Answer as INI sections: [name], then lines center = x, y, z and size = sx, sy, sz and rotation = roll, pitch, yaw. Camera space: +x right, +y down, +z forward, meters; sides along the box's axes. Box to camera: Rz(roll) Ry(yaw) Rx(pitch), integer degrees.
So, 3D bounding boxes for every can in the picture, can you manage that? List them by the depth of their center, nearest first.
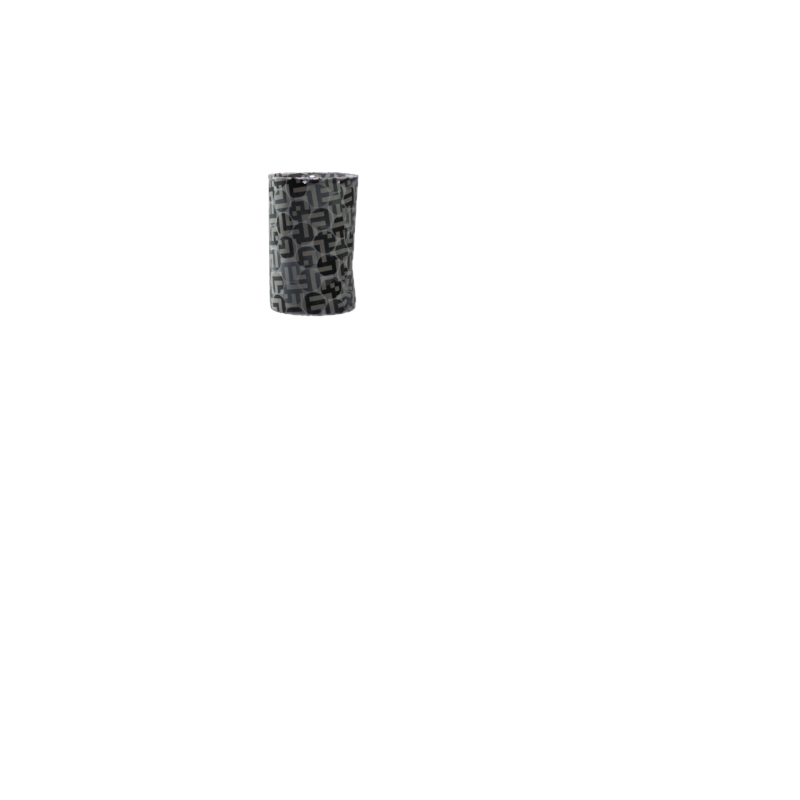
[can]
center = -0.066, -0.120, 0.838
size = 0.068, 0.100, 0.070
rotation = 0, 10, -2
